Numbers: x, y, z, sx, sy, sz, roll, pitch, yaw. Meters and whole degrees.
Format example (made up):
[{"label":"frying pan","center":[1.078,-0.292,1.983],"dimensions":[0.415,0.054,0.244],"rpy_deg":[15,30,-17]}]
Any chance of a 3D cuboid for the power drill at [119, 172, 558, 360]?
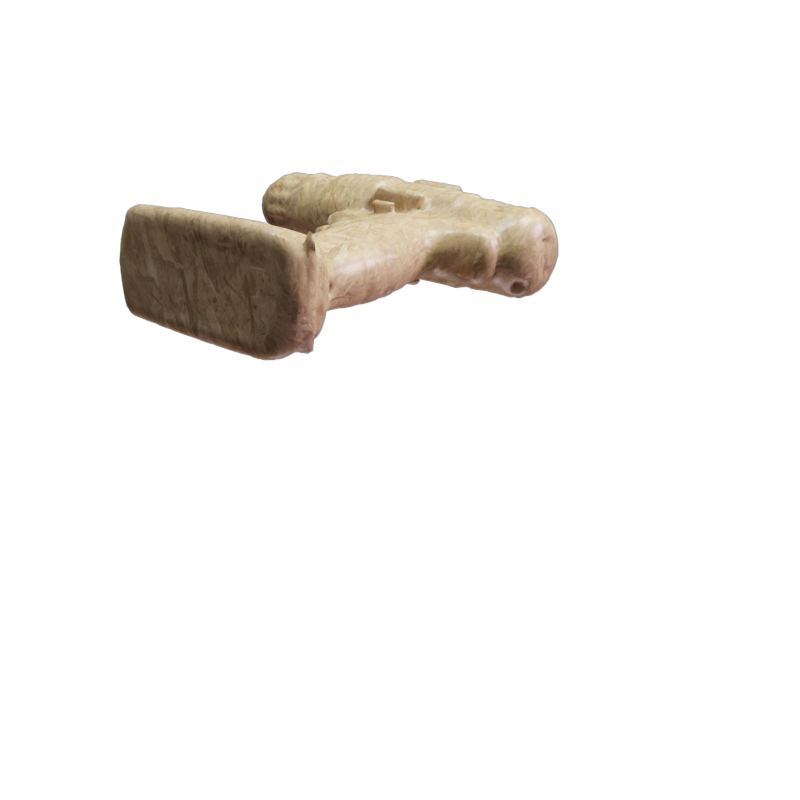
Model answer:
[{"label":"power drill","center":[-0.043,-0.078,0.545],"dimensions":[0.194,0.055,0.185],"rpy_deg":[15,24,36]}]
